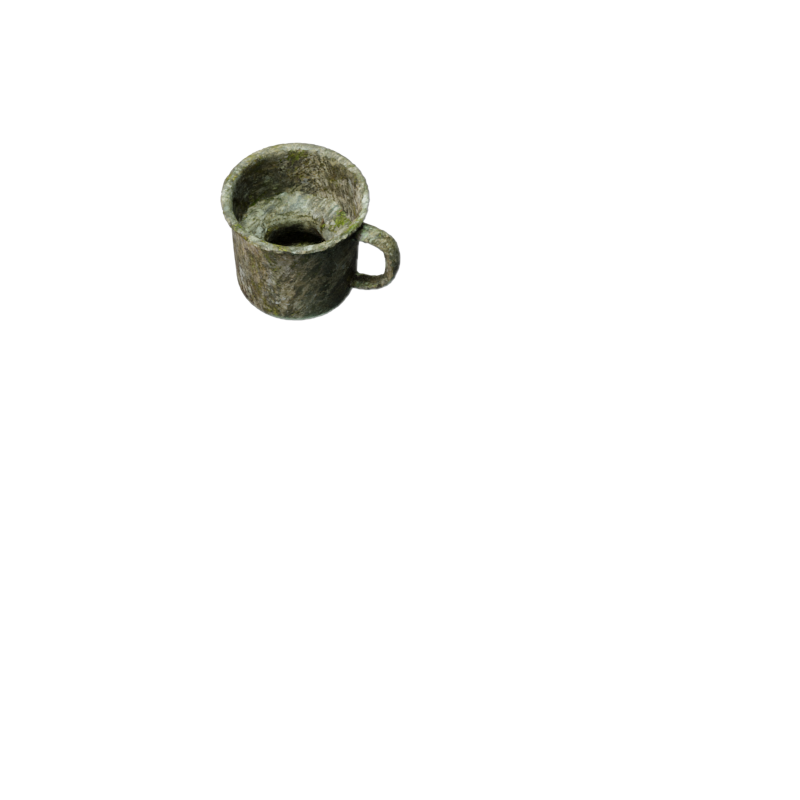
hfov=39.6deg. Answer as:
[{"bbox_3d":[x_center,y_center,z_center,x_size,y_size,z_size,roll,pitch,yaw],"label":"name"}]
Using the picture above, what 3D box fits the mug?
[{"bbox_3d":[-0.056,-0.102,0.716,0.120,0.098,0.076,16,-35,10],"label":"mug"}]
